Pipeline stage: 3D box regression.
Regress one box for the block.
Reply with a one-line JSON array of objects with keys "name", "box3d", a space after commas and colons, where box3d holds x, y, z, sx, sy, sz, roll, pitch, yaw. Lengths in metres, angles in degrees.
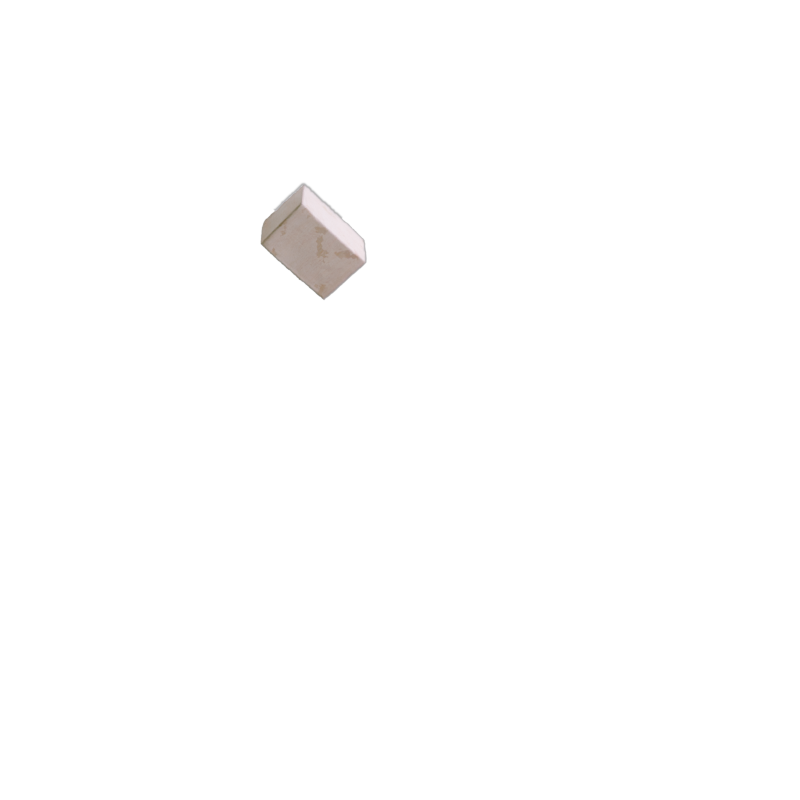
[{"name": "block", "box3d": [-0.074, -0.135, 0.943, 0.075, 0.052, 0.054, 42, 18, -19]}]
